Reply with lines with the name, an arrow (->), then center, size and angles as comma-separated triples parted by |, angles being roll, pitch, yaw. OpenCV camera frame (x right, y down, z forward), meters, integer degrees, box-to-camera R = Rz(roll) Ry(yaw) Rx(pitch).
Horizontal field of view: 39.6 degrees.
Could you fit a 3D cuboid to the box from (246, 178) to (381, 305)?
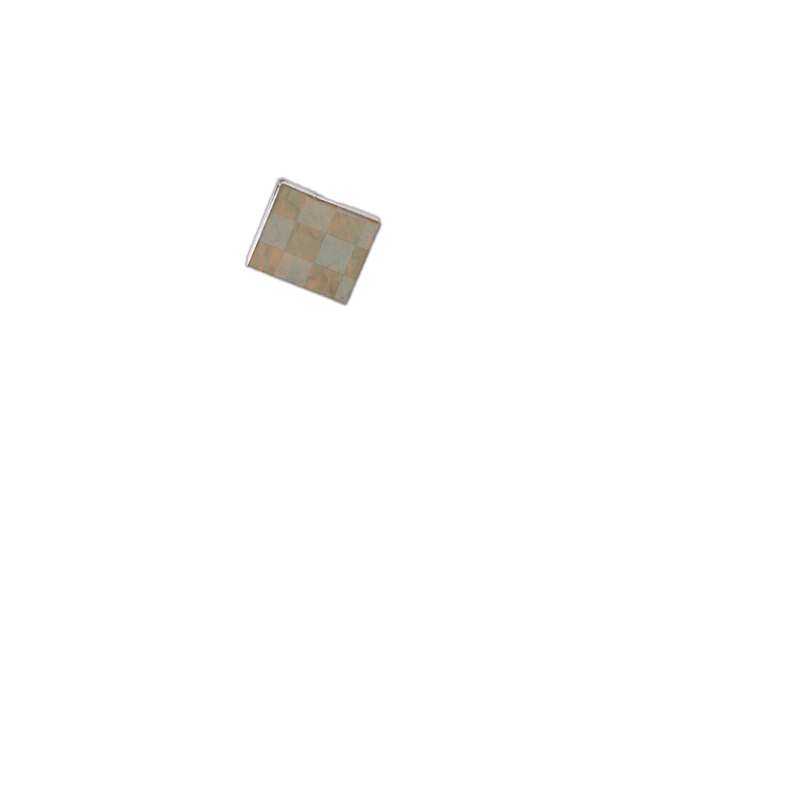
box -> -0.070, -0.127, 0.889 | 0.088, 0.072, 0.031 | 22, 11, -5
